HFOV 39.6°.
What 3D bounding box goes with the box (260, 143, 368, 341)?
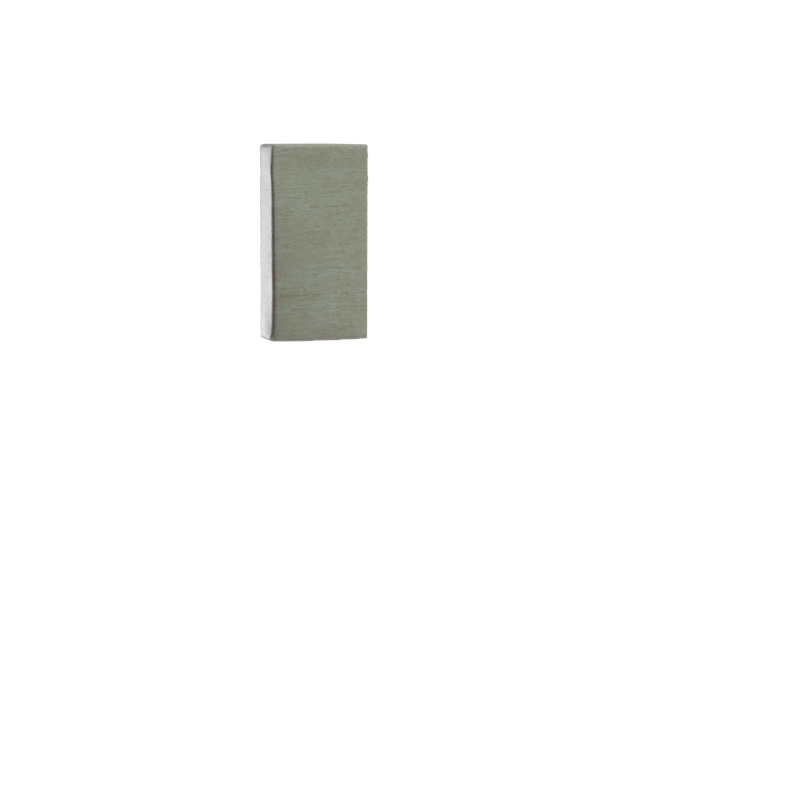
[{"bbox_3d":[-0.078,-0.143,0.998,0.091,0.175,0.050,-1,3,-21],"label":"box"}]
